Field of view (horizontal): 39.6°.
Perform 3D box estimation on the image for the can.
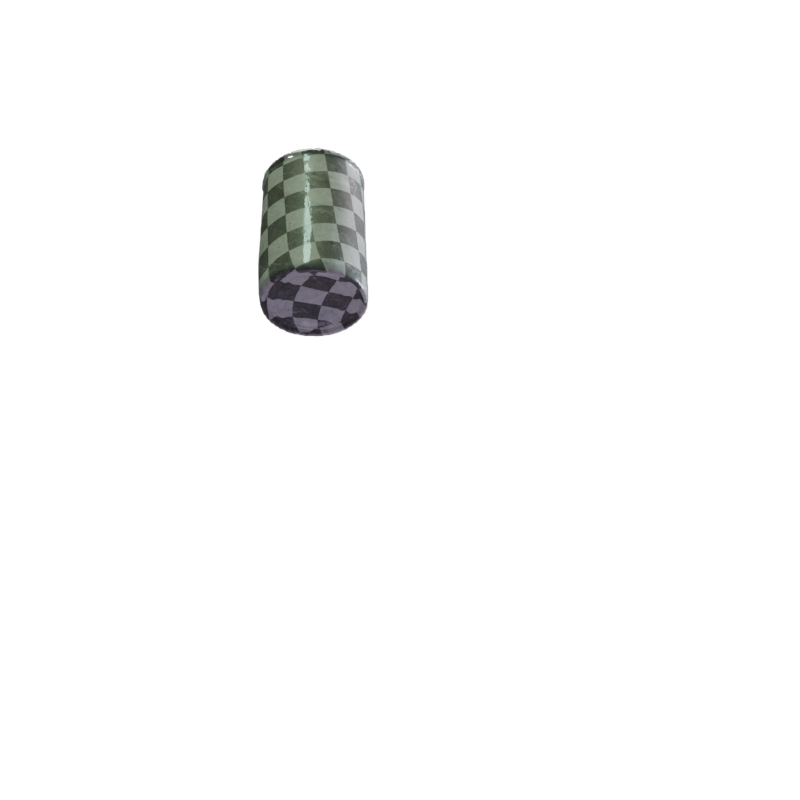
[{"bbox_3d":[-0.055,-0.100,0.702,0.068,0.110,0.064,-1,-38,-3],"label":"can"}]
